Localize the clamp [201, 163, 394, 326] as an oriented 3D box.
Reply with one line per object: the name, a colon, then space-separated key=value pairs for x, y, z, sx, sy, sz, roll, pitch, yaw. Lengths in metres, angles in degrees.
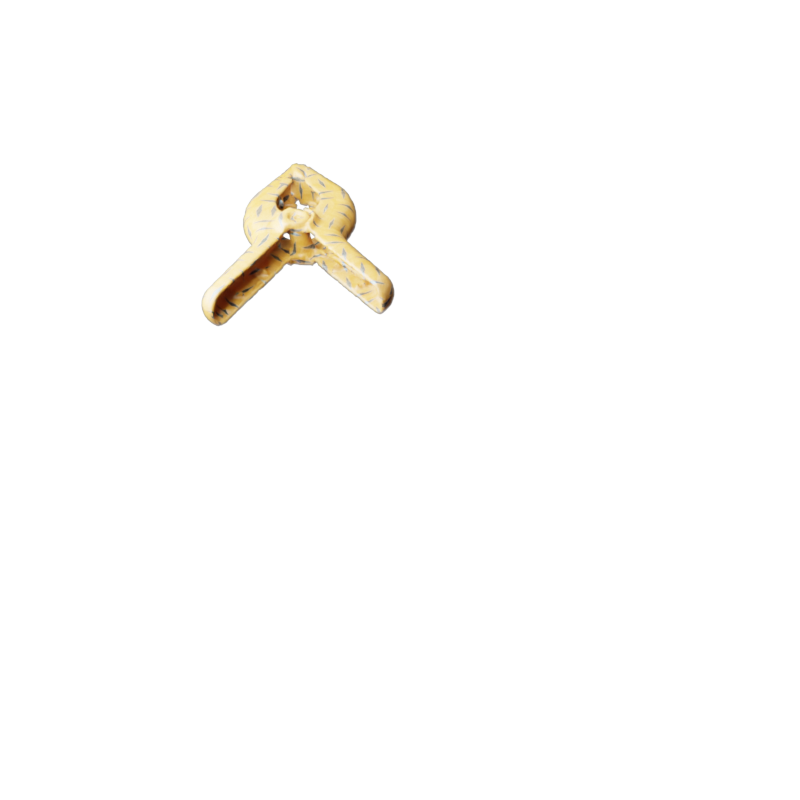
clamp: x=-0.059 y=-0.107 z=0.750 sx=0.121 sy=0.037 sz=0.182 roll=4 pitch=41 yaw=5
